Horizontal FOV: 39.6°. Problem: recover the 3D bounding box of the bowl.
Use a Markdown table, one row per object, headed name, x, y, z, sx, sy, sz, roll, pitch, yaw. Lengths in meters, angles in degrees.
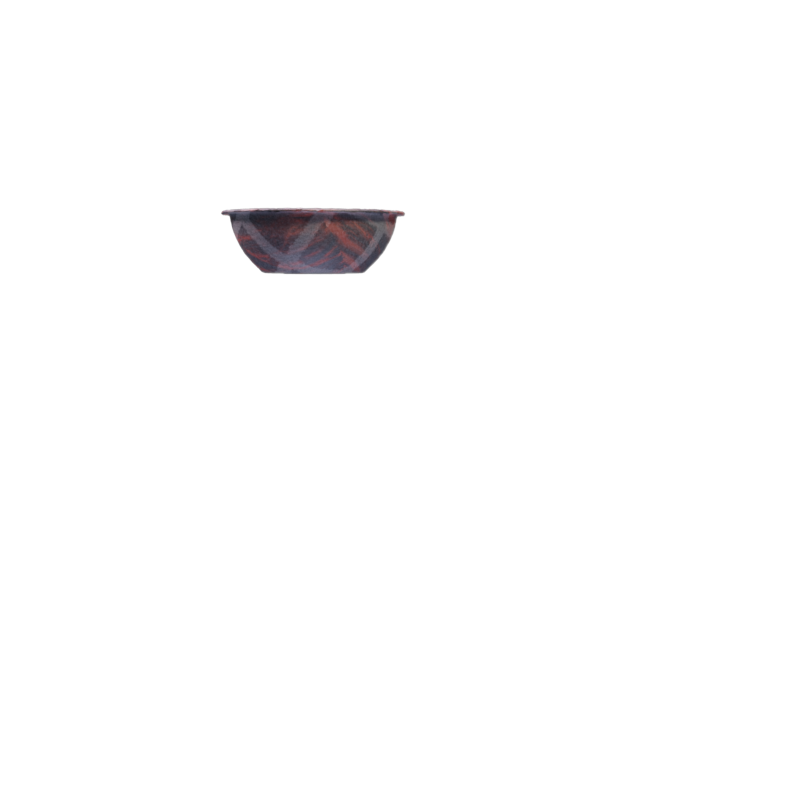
| name | x | y | z | sx | sy | sz | roll | pitch | yaw |
| --- | --- | --- | --- | --- | --- | --- | --- | --- | --- |
| bowl | -0.076 | -0.139 | 0.976 | 0.162 | 0.055 | 0.164 | 0 | 7 | -2 |
